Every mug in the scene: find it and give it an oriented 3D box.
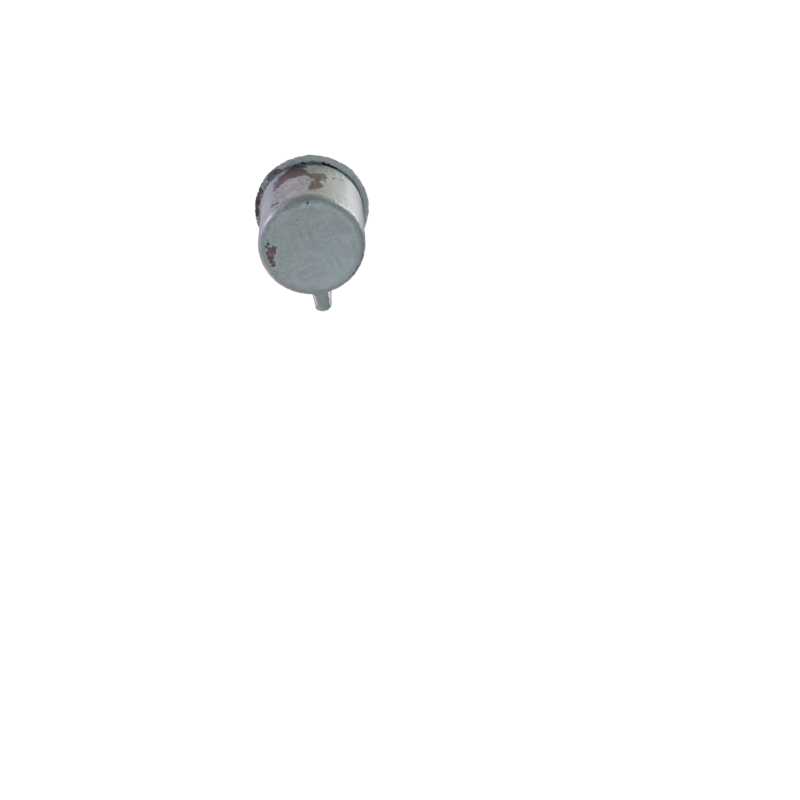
[{"bbox_3d":[-0.068,-0.125,0.872,0.093,0.111,0.086,-5,27,0],"label":"mug"}]
